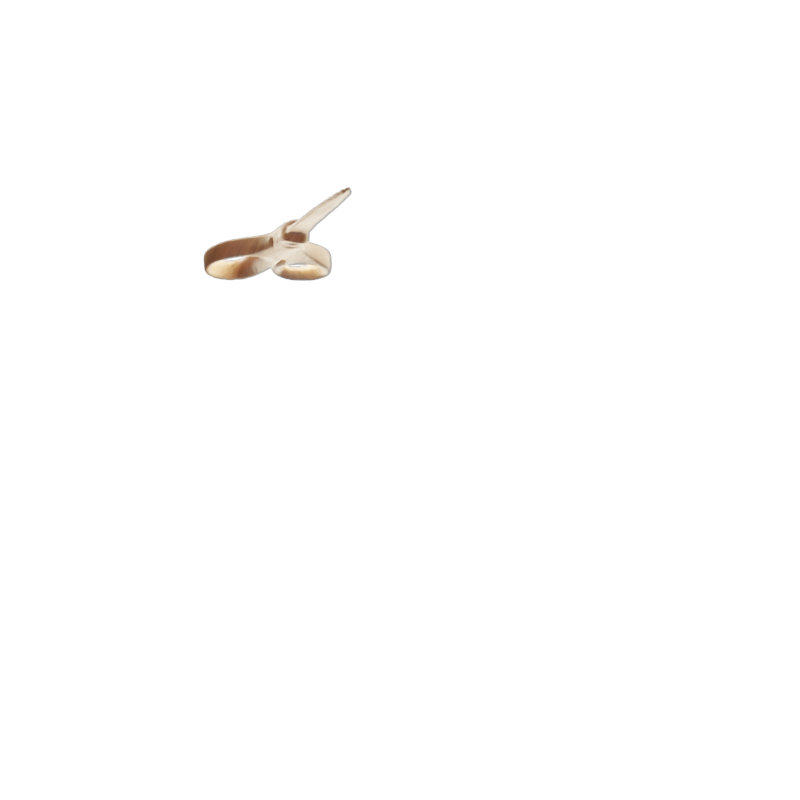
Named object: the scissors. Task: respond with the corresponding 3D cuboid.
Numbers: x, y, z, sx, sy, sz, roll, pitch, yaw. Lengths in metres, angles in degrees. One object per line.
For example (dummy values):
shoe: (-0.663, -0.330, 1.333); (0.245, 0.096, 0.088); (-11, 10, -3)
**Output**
scissors: (-0.056, -0.101, 0.710); (0.092, 0.016, 0.205); (5, -9, -37)
